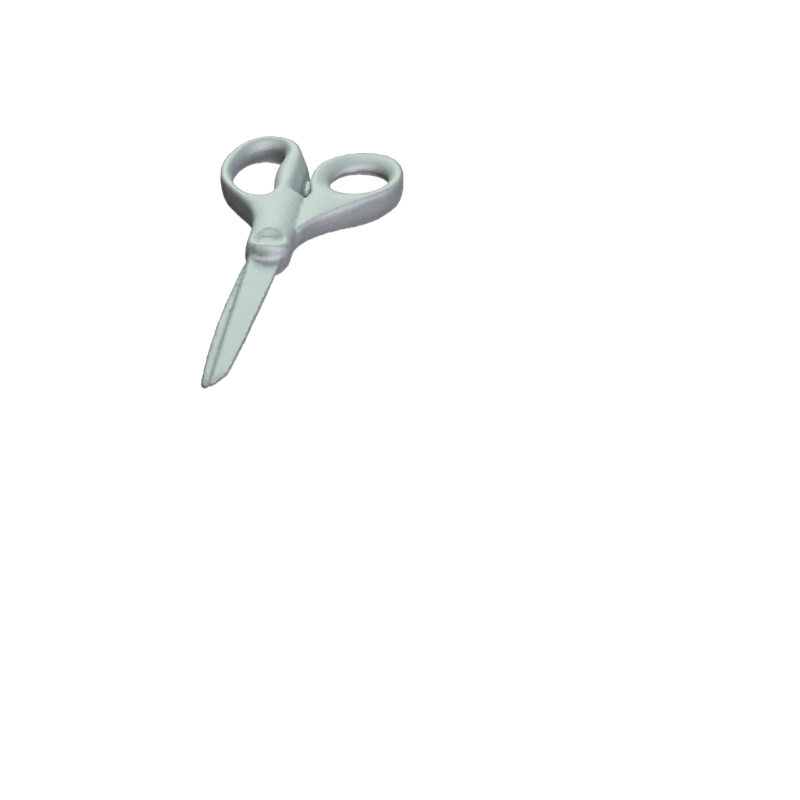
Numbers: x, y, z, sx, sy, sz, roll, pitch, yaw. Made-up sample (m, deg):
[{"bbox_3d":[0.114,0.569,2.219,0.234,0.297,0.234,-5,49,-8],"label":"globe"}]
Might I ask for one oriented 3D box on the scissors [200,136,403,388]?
[{"bbox_3d":[-0.037,-0.068,0.476,0.095,0.015,0.216,-4,35,-7],"label":"scissors"}]
